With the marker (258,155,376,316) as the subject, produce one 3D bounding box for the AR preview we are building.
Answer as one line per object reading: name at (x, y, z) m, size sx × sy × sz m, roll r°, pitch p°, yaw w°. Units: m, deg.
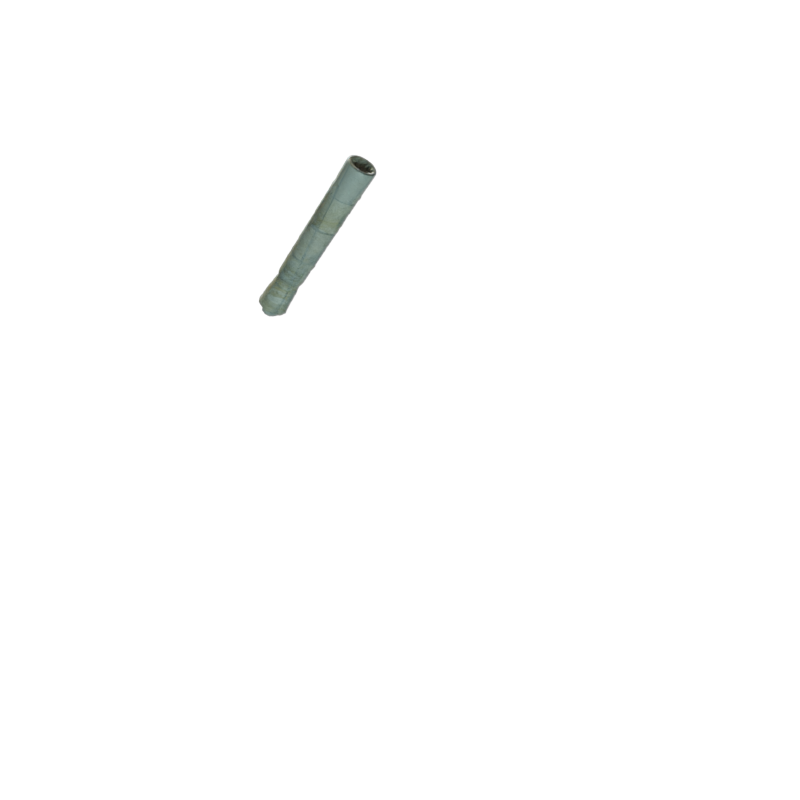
marker at (-0.051, -0.094, 0.657) m, size 0.019 × 0.117 × 0.021 m, roll 24°, pitch 35°, yaw -21°
